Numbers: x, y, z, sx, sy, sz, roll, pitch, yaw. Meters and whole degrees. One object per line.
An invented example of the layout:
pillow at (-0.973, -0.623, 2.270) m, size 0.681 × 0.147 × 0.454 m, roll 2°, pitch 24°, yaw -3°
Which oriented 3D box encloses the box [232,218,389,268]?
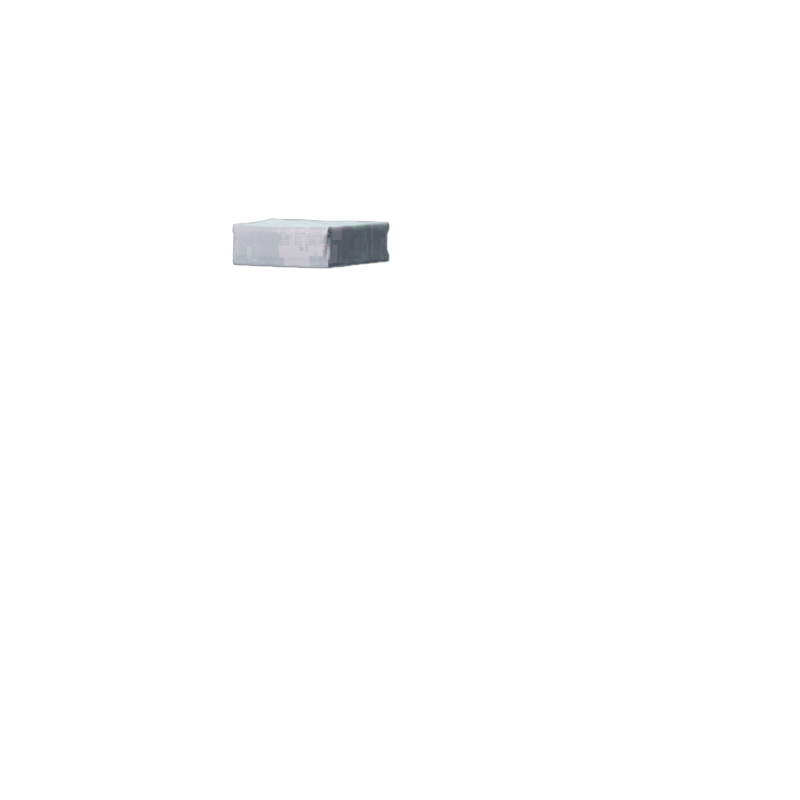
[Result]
box at (-0.058, -0.106, 0.740) m, size 0.076 × 0.030 × 0.087 m, roll 6°, pitch 12°, yaw 27°
